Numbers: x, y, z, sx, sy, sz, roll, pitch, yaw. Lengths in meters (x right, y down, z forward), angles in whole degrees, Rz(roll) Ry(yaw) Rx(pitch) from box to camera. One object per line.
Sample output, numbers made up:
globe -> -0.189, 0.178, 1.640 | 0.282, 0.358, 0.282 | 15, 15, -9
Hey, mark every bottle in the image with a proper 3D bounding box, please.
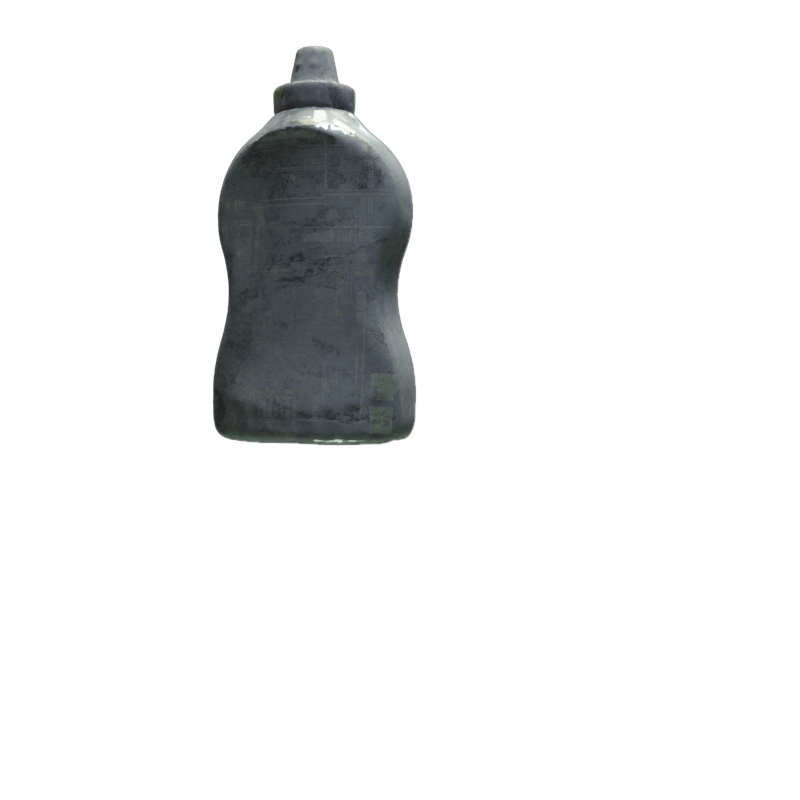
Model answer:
bottle -> -0.042, -0.077, 0.540 | 0.099, 0.194, 0.056 | -2, -6, 23
